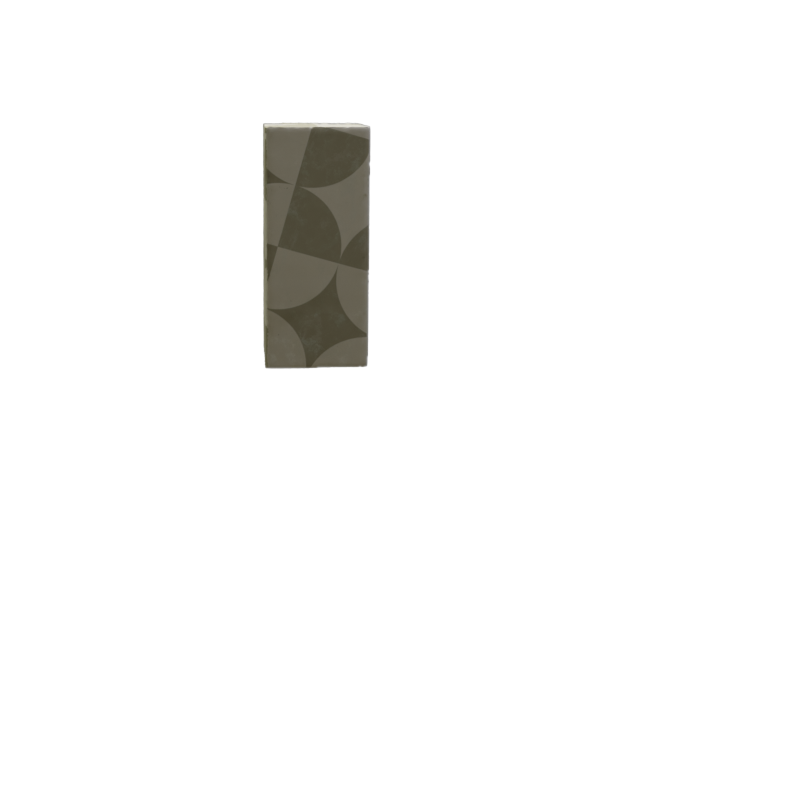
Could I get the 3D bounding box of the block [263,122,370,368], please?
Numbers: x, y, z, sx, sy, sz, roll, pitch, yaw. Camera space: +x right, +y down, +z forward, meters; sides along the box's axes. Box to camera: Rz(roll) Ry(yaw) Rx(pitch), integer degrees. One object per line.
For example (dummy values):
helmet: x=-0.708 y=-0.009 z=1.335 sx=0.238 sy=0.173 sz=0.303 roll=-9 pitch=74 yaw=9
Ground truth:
block: x=-0.076 y=-0.139 z=0.975 sx=0.089 sy=0.202 sz=0.093 roll=-1 pitch=9 yaw=-7
